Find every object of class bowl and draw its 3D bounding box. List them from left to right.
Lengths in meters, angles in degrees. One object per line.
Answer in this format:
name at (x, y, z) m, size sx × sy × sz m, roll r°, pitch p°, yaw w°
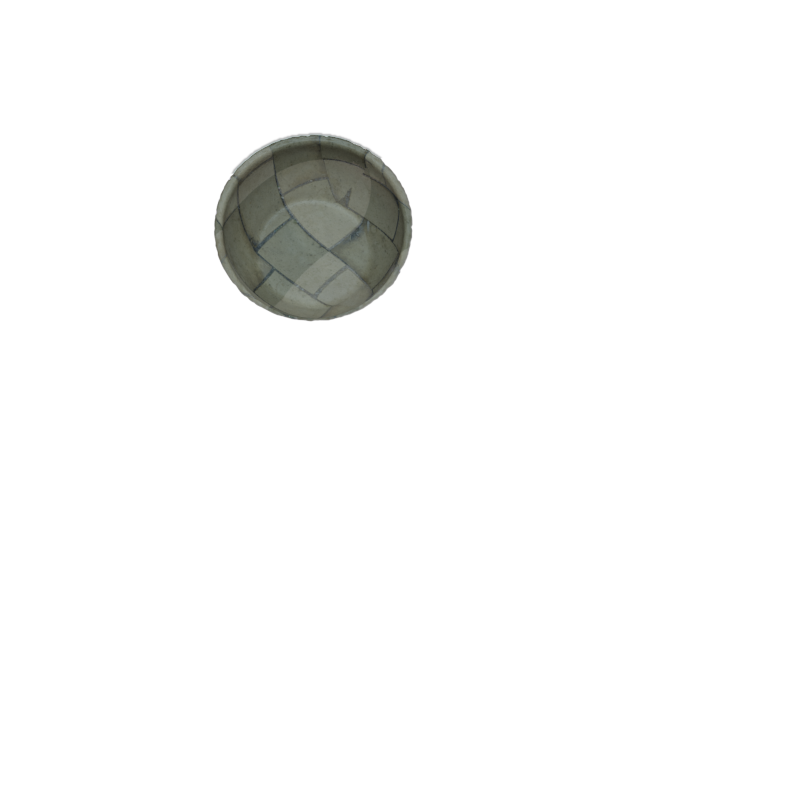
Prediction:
bowl at (-0.069, -0.125, 0.877) m, size 0.162 × 0.154 × 0.058 m, roll 1°, pitch 23°, yaw -1°
